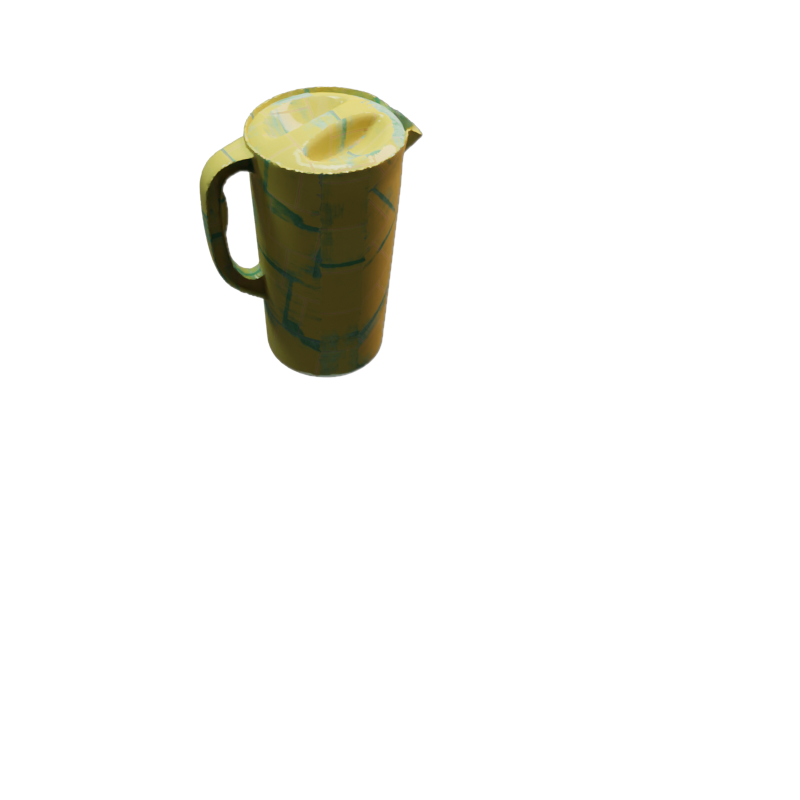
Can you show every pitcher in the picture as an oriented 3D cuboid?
[{"bbox_3d":[-0.075,-0.137,0.961,0.154,0.227,0.150,18,43,17],"label":"pitcher"}]
